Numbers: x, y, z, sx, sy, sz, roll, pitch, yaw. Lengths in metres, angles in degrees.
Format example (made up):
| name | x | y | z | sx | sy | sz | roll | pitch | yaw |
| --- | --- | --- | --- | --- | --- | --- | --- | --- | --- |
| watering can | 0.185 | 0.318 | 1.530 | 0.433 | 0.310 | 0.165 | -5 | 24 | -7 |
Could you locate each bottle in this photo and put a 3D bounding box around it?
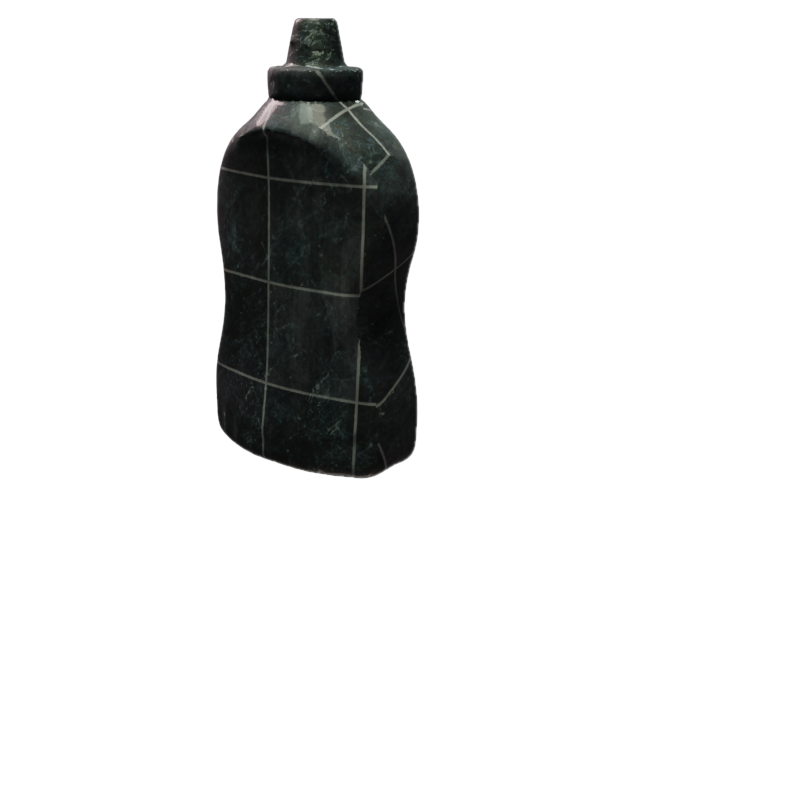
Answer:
| name | x | y | z | sx | sy | sz | roll | pitch | yaw |
| --- | --- | --- | --- | --- | --- | --- | --- | --- | --- |
| bottle | -0.038 | -0.069 | 0.485 | 0.101 | 0.186 | 0.057 | 12 | 16 | 38 |
